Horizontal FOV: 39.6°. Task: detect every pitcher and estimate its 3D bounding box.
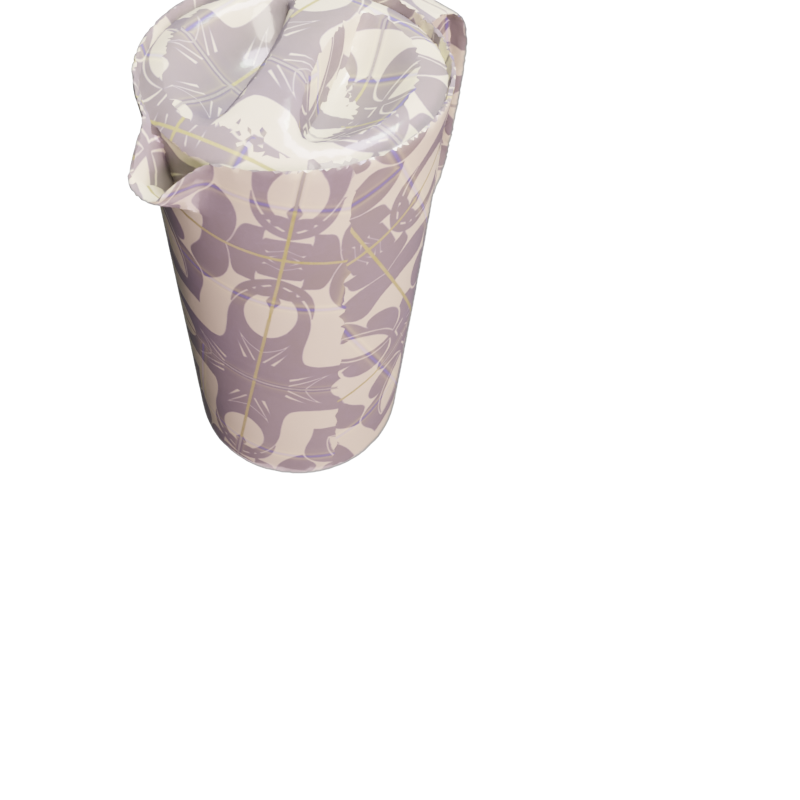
[{"bbox_3d":[-0.043,-0.078,0.543,0.149,0.156,0.227,0,-39,-3],"label":"pitcher"}]
